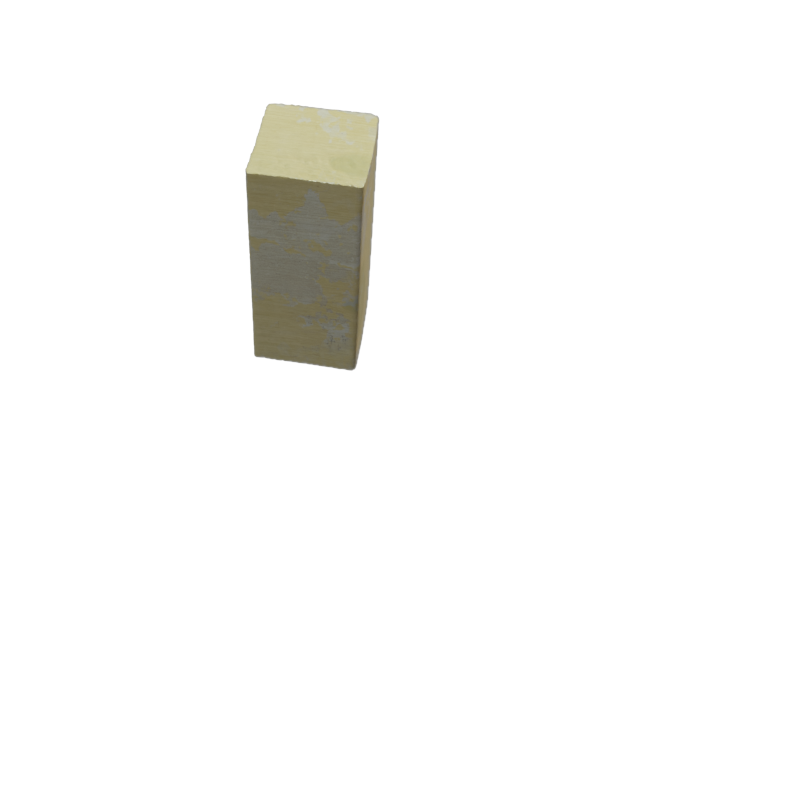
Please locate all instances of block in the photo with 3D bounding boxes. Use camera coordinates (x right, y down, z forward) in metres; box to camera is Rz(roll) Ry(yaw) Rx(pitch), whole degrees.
[{"bbox_3d":[-0.070,-0.129,0.904,0.091,0.096,0.192,8,-42,3],"label":"block"}]
